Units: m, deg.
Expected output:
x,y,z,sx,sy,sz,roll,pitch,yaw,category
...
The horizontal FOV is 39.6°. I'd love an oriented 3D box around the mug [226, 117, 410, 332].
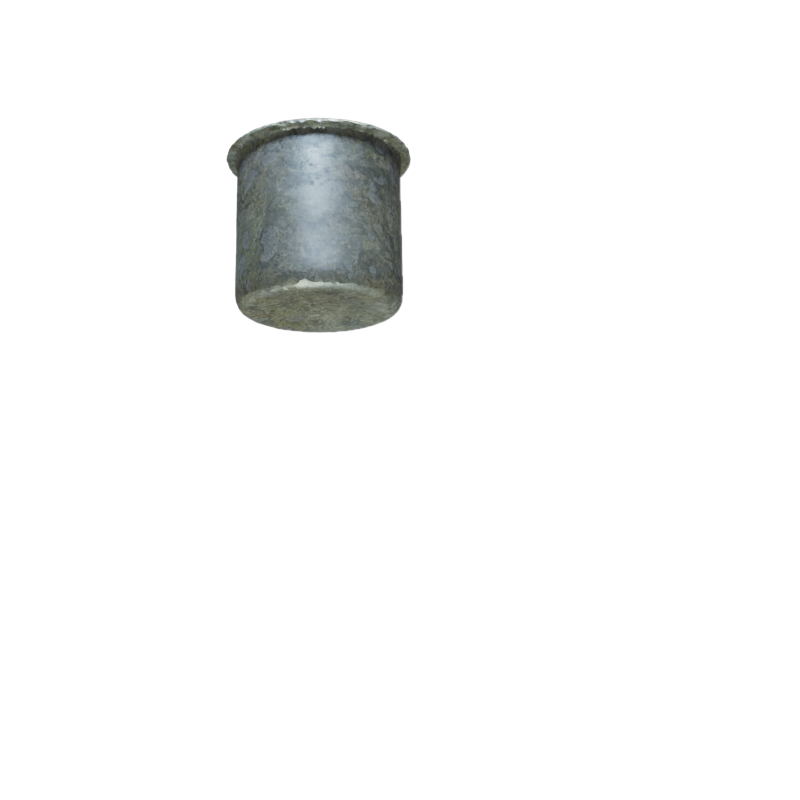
x,y,z,sx,sy,sz,roll,pitch,yaw,category
-0.044,-0.080,0.559,0.091,0.085,0.115,4,-17,-16,mug
